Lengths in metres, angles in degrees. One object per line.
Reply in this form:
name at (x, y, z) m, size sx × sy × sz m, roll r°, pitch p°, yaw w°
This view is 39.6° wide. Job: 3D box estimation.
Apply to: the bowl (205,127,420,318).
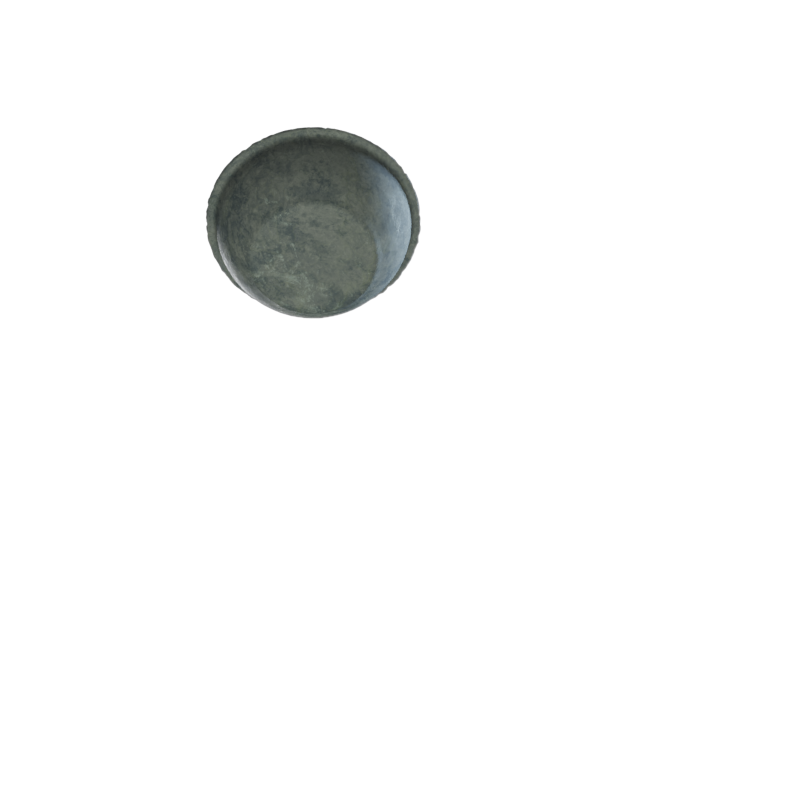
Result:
bowl at (-0.064, -0.116, 0.813) m, size 0.162 × 0.152 × 0.059 m, roll 1°, pitch 32°, yaw -1°
